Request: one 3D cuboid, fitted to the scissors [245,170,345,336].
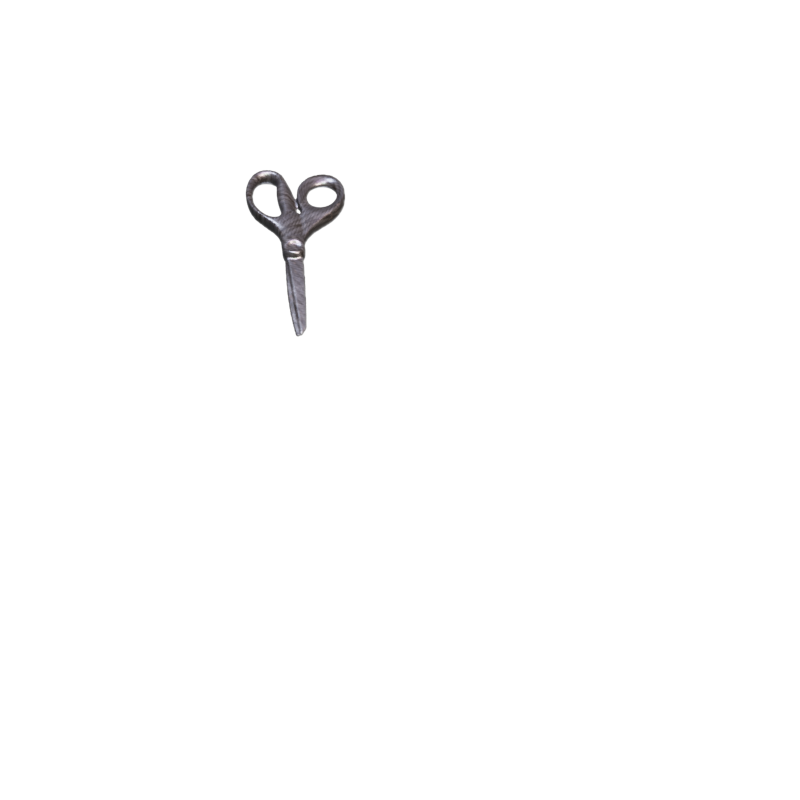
[{"bbox_3d":[-0.073,-0.134,0.936,0.095,0.015,0.219,-15,48,-14],"label":"scissors"}]
